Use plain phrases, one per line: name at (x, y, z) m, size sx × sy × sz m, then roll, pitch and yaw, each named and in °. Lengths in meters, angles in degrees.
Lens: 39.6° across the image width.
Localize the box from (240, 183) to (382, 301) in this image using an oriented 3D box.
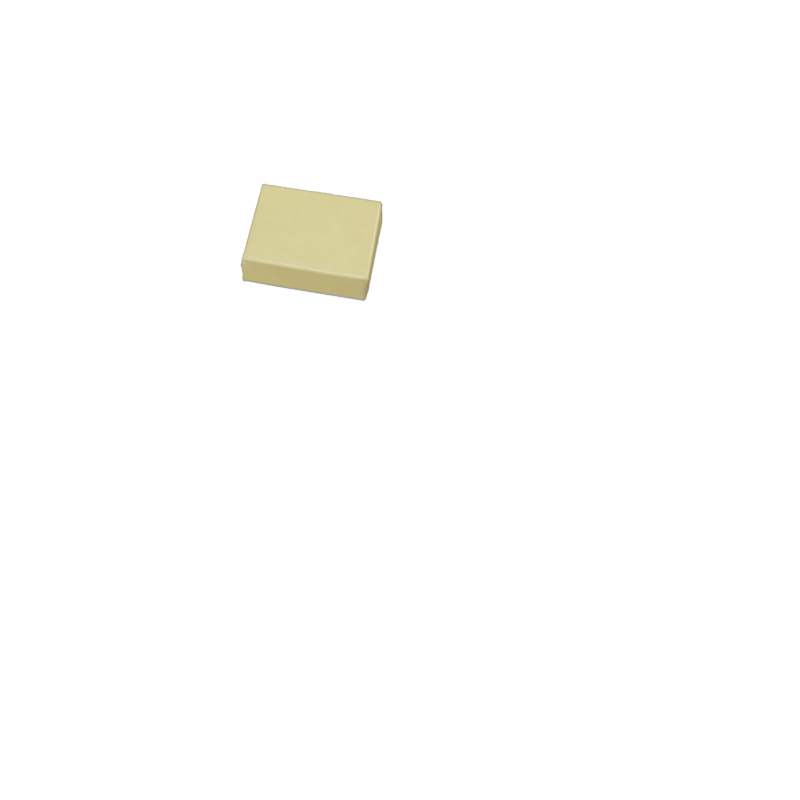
box at (-0.077, -0.140, 0.980) m, size 0.114 × 0.095 × 0.036 m, roll 7°, pitch -37°, yaw 5°
